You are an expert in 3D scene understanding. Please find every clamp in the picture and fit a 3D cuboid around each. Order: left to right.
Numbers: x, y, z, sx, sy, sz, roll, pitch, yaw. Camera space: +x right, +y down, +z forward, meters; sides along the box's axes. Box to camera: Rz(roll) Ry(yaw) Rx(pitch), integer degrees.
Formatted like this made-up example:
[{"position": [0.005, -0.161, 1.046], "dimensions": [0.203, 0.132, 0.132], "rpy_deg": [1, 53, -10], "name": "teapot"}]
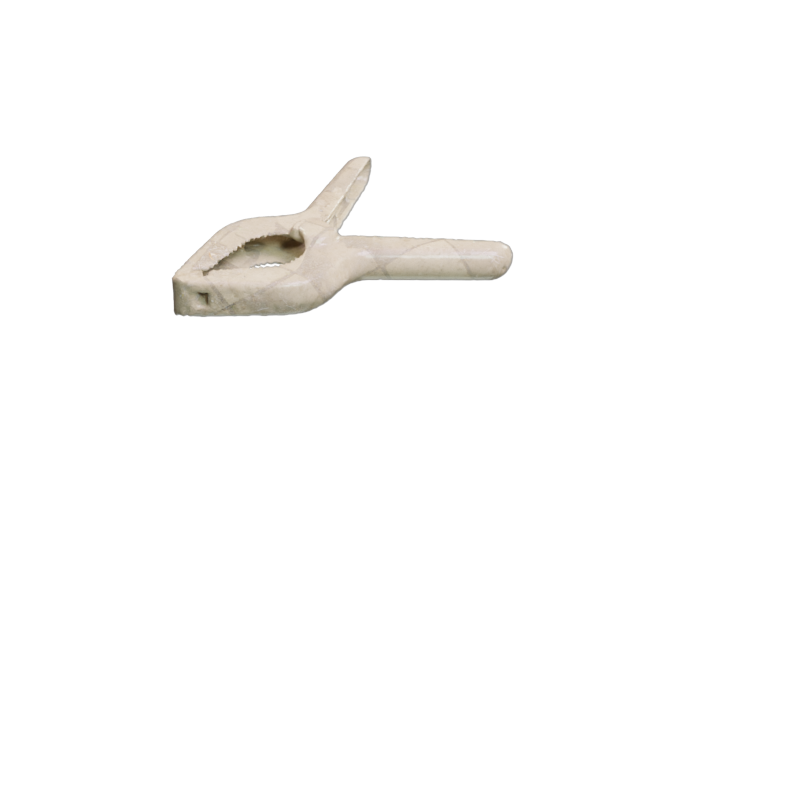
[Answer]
[{"position": [-0.057, -0.103, 0.724], "dimensions": [0.207, 0.034, 0.178], "rpy_deg": [-18, 39, -23], "name": "clamp"}]
